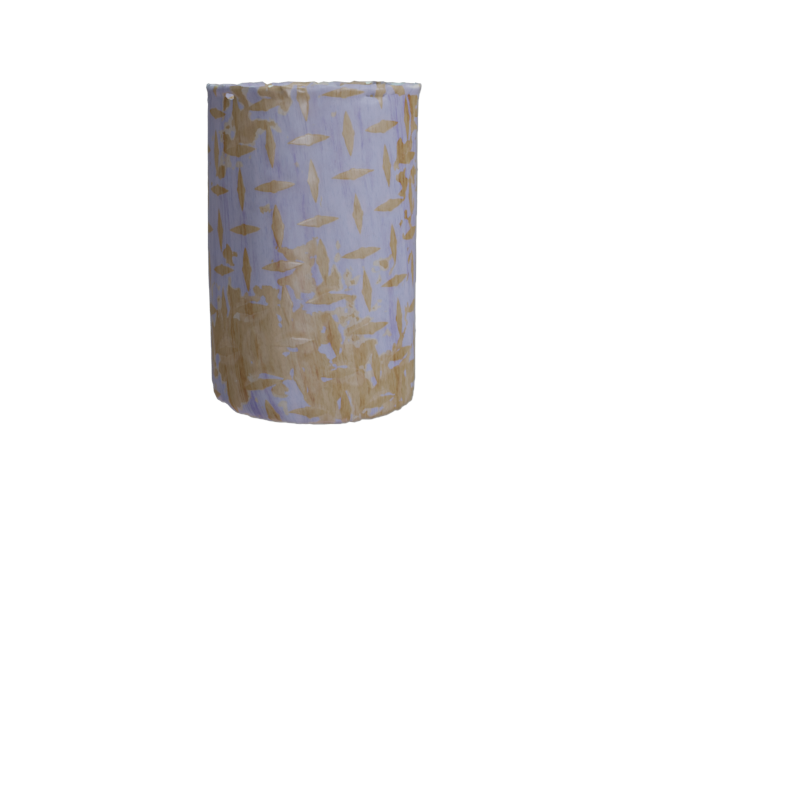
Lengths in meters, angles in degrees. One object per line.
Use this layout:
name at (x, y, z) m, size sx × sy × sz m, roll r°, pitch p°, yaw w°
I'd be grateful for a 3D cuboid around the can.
can at (-0.028, -0.051, 0.358) m, size 0.068 × 0.100 × 0.070 m, roll 0°, pitch 11°, yaw -2°
